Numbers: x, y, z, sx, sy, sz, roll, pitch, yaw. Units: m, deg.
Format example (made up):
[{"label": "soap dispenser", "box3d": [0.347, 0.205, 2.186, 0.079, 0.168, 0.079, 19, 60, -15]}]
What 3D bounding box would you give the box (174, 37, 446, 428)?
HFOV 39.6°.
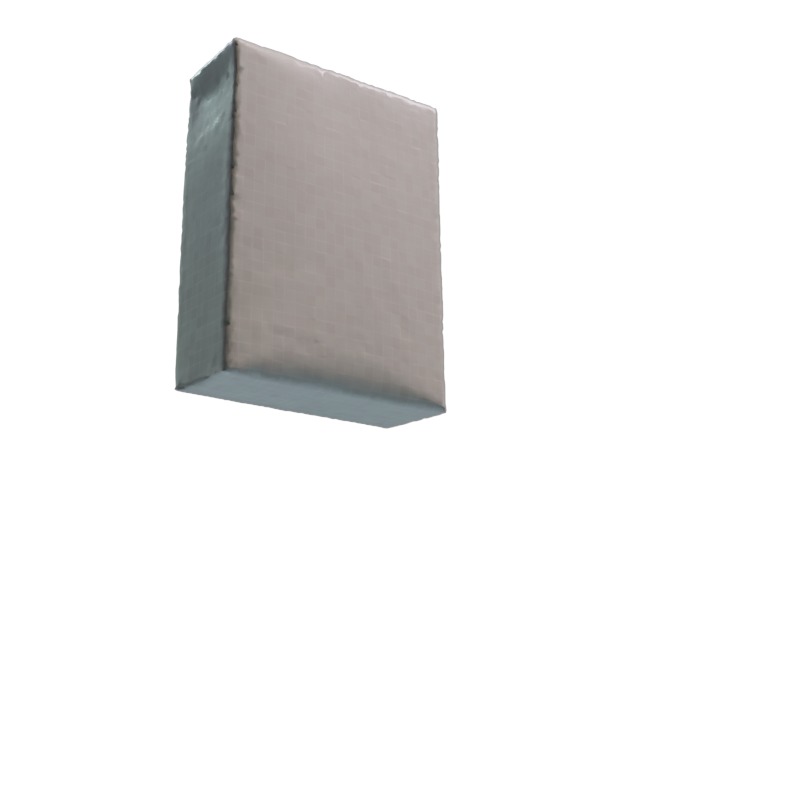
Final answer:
[{"label": "box", "box3d": [-0.055, -0.100, 0.703, 0.156, 0.224, 0.072, 12, -24, -34]}]
